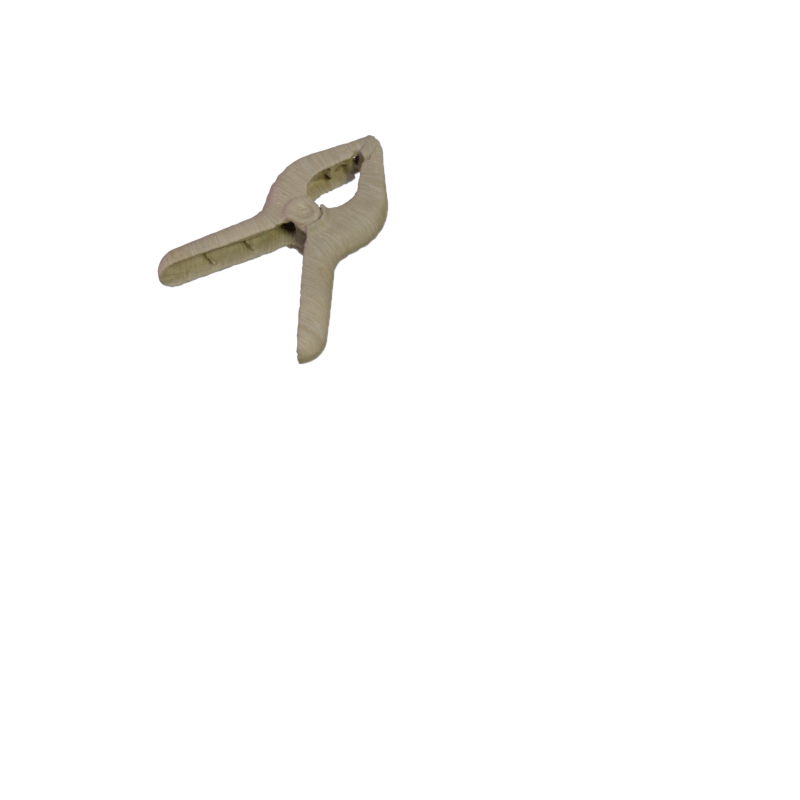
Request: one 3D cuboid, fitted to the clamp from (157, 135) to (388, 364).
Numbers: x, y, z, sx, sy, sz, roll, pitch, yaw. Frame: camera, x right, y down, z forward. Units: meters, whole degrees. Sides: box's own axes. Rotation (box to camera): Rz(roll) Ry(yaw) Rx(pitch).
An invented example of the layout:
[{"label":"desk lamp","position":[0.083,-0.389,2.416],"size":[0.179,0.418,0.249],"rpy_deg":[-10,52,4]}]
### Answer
[{"label":"clamp","position":[-0.055,-0.100,0.703],"size":[0.126,0.174,0.037],"rpy_deg":[38,-23,19]}]
